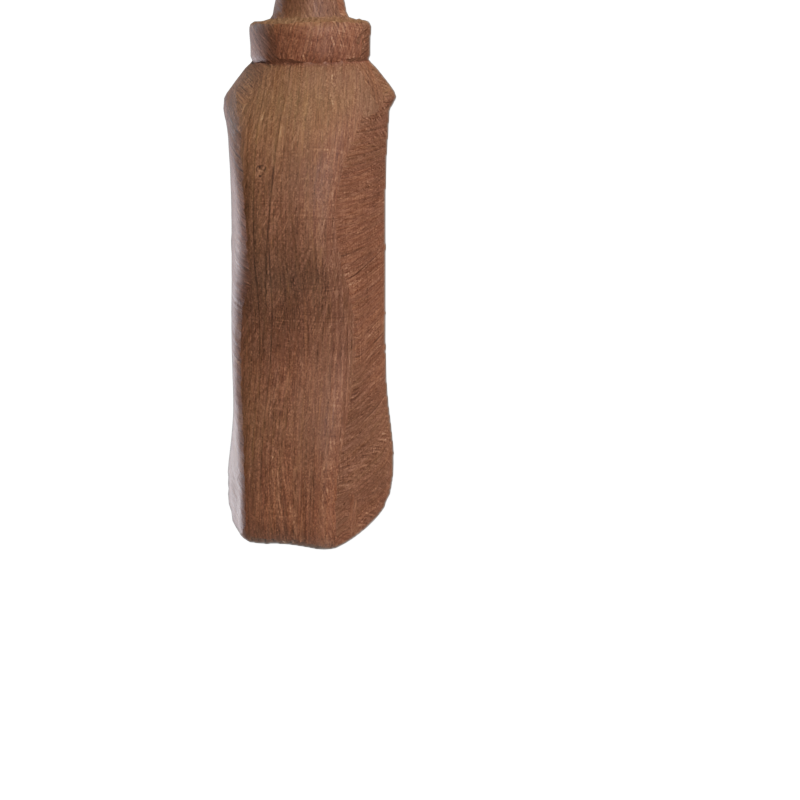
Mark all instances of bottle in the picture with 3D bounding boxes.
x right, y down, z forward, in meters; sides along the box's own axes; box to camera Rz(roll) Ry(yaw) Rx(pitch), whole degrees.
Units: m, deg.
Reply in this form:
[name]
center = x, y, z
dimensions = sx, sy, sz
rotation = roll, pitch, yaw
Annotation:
[bottle]
center = -0.031, -0.055, 0.386
dimensions = 0.059, 0.186, 0.098
rotation = 3, 14, 9
